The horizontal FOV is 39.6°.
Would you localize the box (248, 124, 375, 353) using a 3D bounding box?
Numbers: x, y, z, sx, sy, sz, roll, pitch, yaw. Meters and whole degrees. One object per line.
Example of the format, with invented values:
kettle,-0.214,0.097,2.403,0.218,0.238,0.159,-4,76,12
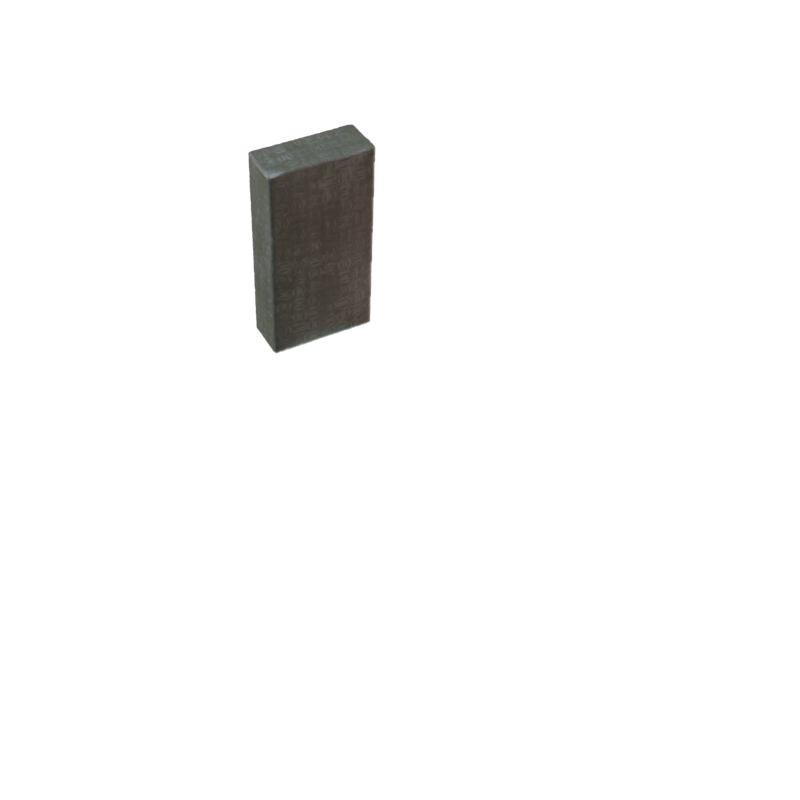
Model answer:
box,-0.069,-0.126,0.887,0.092,0.164,0.052,-19,47,-22
